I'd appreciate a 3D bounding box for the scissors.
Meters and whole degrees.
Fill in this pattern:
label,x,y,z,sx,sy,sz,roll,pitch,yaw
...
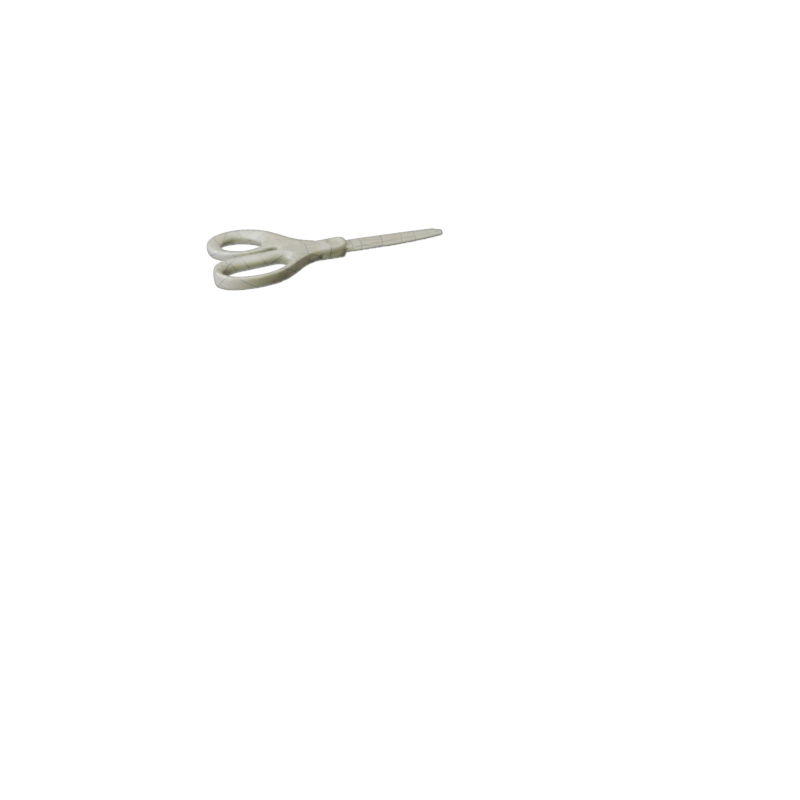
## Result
label,x,y,z,sx,sy,sz,roll,pitch,yaw
scissors,-0.072,-0.131,0.919,0.199,0.015,0.103,-21,38,-30
